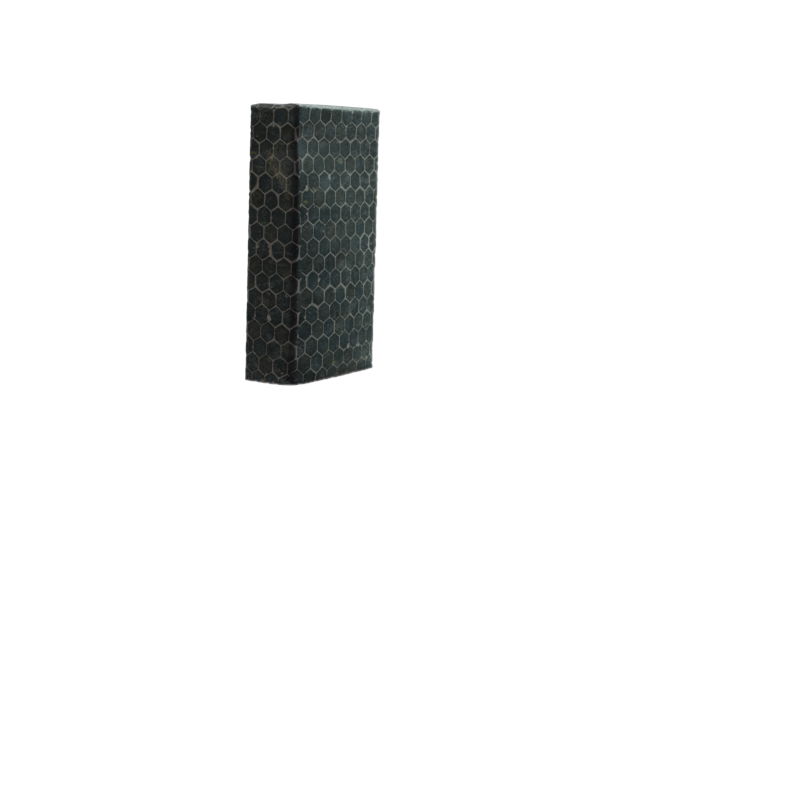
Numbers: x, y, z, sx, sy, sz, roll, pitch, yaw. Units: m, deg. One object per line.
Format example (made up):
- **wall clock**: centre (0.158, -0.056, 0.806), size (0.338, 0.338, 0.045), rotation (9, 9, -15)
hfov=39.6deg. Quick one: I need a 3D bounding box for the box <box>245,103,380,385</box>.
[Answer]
- **box**: centre (-0.057, -0.103, 0.721), size (0.050, 0.175, 0.091), rotation (3, 6, 34)
